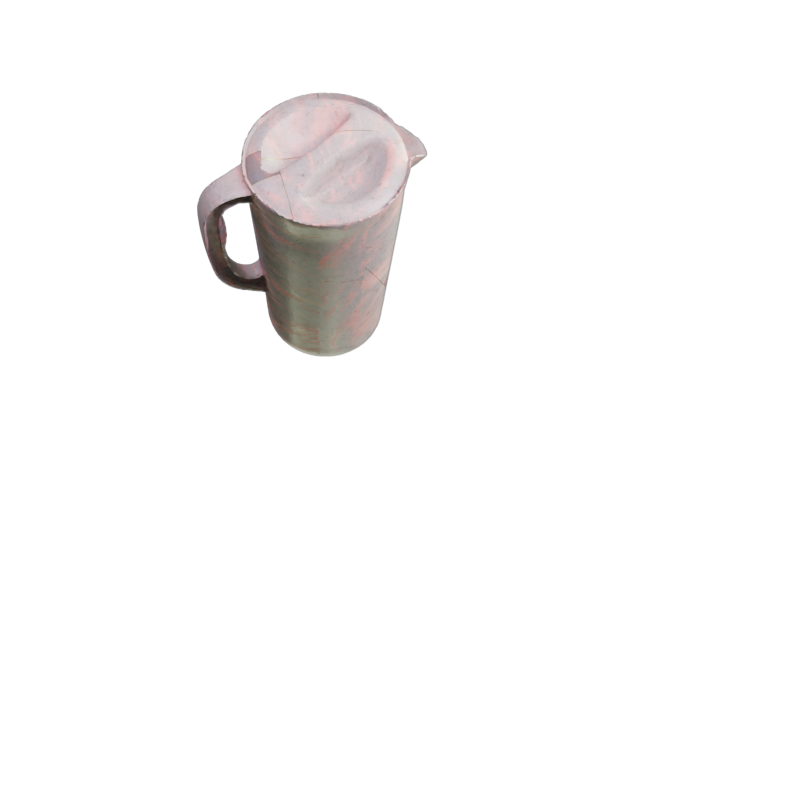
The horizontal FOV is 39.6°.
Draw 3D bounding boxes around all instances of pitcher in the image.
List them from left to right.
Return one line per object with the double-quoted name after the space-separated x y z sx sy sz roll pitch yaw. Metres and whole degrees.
-0.075 -0.136 0.955 0.153 0.150 0.228 24 -28 10 "pitcher"
